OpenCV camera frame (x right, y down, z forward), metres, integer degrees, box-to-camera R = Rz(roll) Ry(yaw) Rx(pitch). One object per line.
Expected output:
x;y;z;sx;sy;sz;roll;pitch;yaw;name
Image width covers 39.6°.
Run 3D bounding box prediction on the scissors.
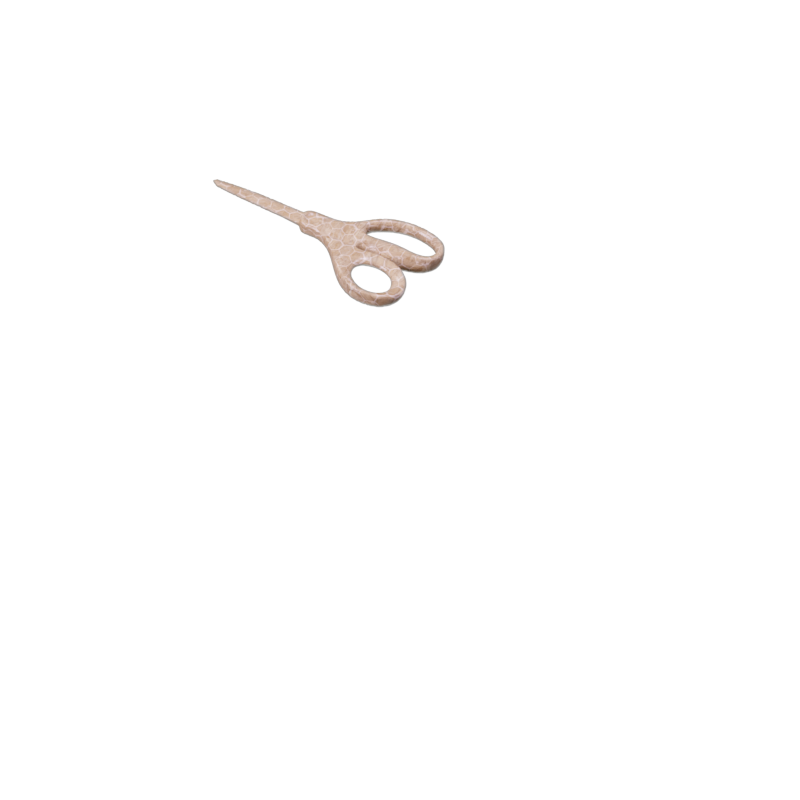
-0.068;-0.124;0.866;0.206;0.101;0.015;13;-41;12;scissors
